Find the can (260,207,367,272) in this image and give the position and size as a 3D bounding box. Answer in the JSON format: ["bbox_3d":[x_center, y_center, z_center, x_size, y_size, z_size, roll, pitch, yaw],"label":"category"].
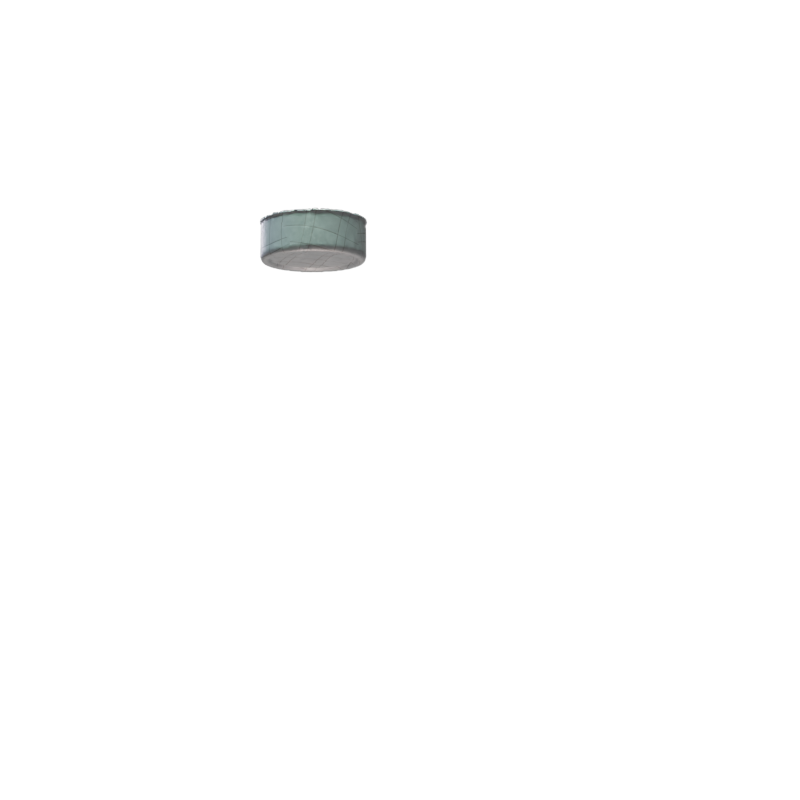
[{"bbox_3d":[-0.069,-0.126,0.886,0.086,0.034,0.084,0,-6,-2],"label":"can"}]
